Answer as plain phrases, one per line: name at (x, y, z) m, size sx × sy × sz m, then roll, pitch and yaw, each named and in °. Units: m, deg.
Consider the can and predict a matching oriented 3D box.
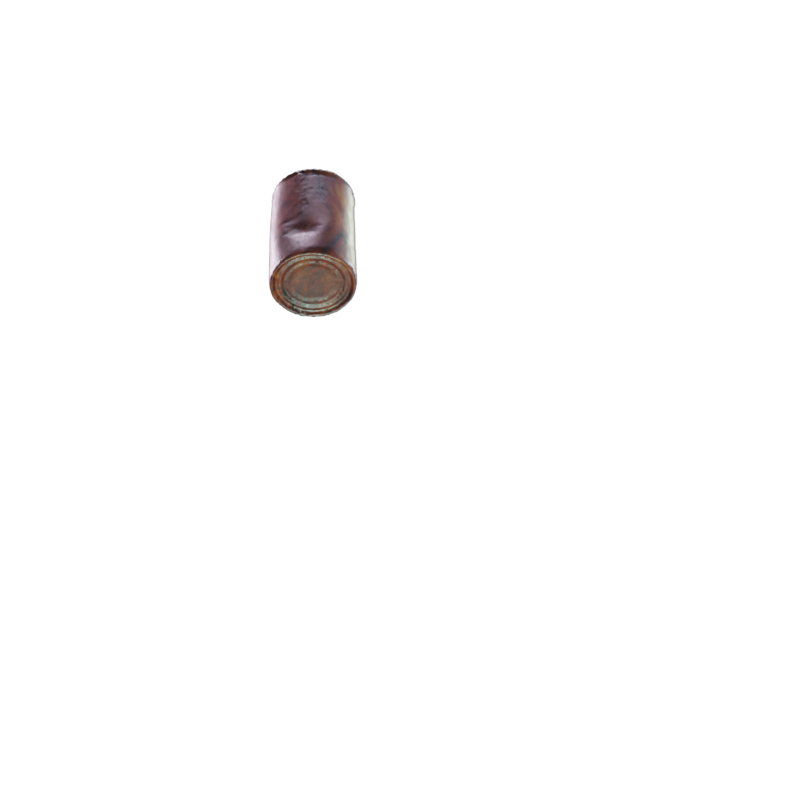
can at (-0.067, -0.123, 0.861) m, size 0.068 × 0.064 × 0.110 m, roll -1°, pitch 44°, yaw -3°
